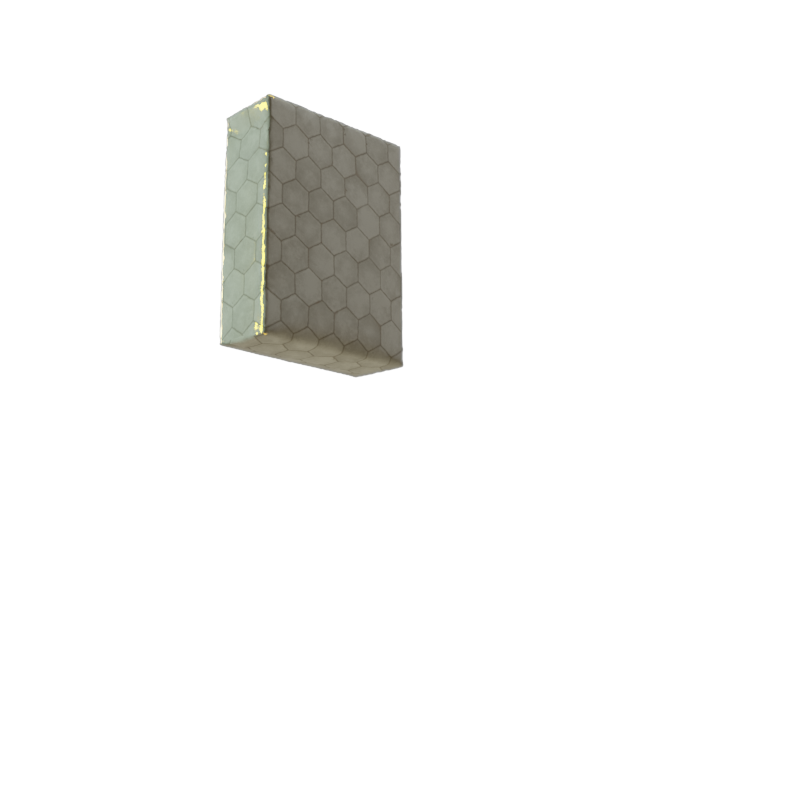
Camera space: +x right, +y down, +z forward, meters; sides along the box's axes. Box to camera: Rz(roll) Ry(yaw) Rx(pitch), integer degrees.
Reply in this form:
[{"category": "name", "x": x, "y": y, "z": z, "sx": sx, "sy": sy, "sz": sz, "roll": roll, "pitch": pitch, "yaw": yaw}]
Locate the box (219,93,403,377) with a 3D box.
[{"category": "box", "x": -0.076, "y": -0.140, "z": 0.977, "sx": 0.155, "sy": 0.223, "sz": 0.073, "roll": 14, "pitch": -24, "yaw": -42}]
